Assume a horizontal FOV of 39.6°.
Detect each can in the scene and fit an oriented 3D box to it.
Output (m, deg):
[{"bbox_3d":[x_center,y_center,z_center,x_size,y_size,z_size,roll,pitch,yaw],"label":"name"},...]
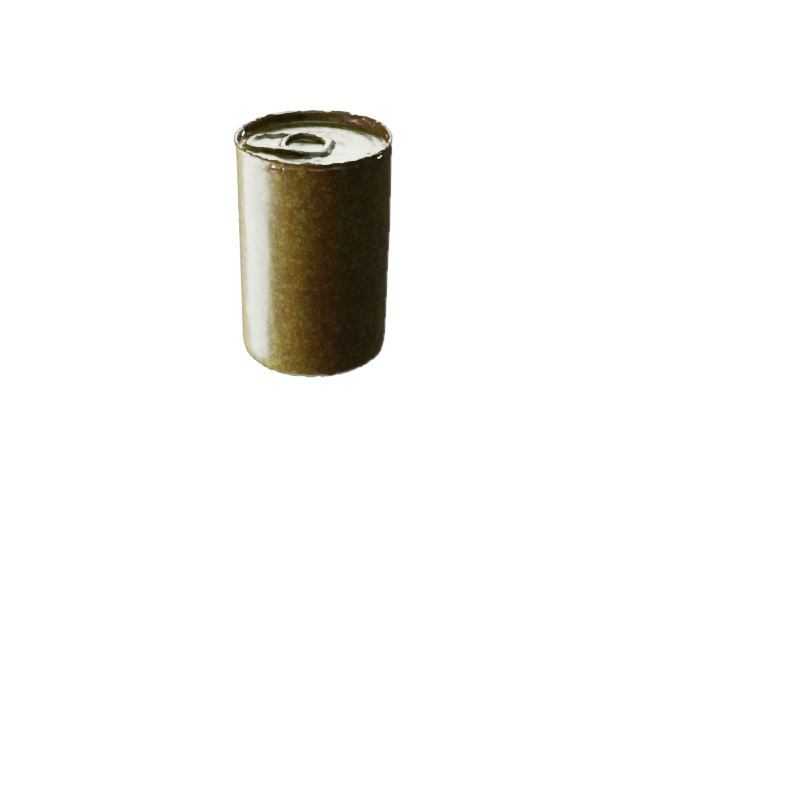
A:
[{"bbox_3d":[-0.039,-0.071,0.495,0.068,0.096,0.073,0,29,-2],"label":"can"}]
